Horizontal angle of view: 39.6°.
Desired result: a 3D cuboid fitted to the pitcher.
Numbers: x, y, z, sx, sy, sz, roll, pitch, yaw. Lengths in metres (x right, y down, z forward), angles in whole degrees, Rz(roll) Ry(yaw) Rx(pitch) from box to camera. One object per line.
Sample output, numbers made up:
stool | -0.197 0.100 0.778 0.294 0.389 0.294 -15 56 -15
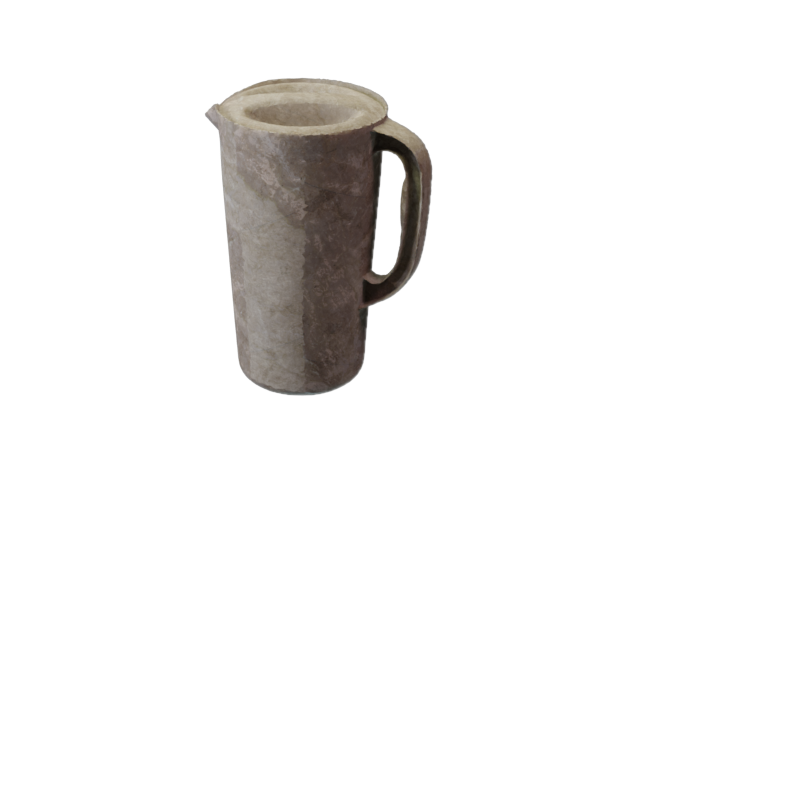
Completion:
pitcher | -0.070 -0.127 0.892 0.142 0.229 0.161 -10 31 -21
